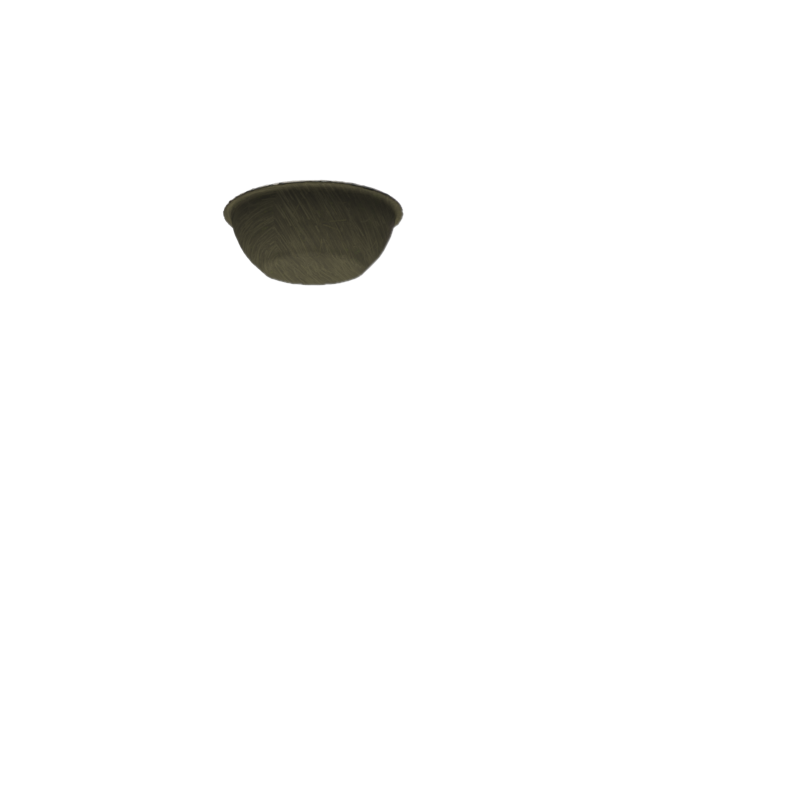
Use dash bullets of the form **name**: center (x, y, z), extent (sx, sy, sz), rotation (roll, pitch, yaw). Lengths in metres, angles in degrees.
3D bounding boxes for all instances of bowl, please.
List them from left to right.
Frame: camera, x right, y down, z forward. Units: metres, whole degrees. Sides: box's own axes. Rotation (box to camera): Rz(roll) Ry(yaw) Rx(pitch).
- **bowl**: center (-0.077, -0.141, 0.985), extent (0.162, 0.057, 0.157), rotation (0, -12, -2)
